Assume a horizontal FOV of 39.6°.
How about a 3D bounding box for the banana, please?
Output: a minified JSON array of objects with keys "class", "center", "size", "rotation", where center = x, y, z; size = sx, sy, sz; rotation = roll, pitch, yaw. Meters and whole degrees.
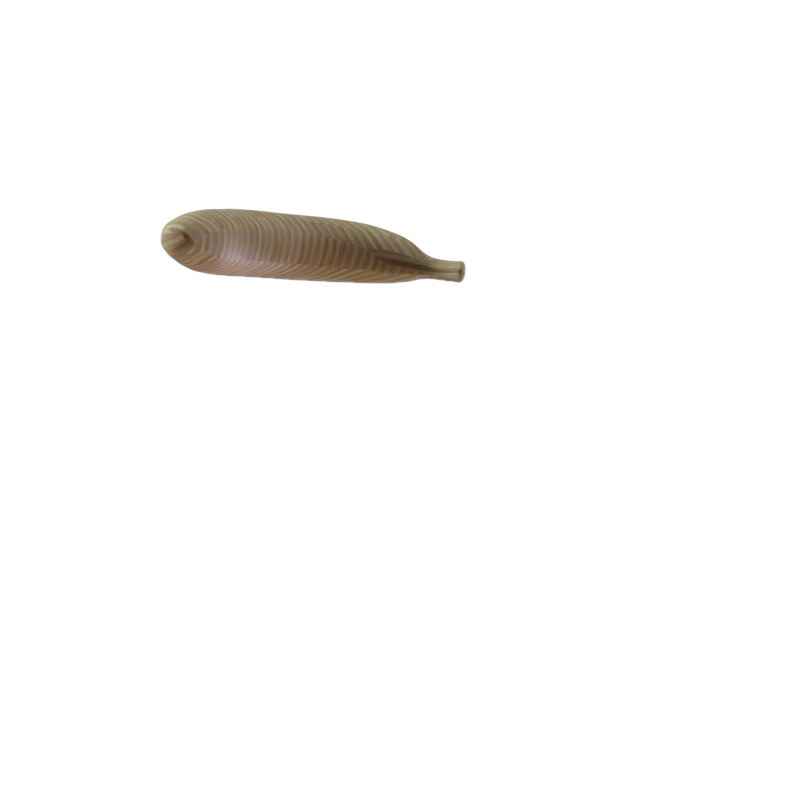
[{"class":"banana","center":[-0.056,-0.085,0.604],"size":[0.190,0.037,0.072],"rotation":[-2,1,-39]}]
